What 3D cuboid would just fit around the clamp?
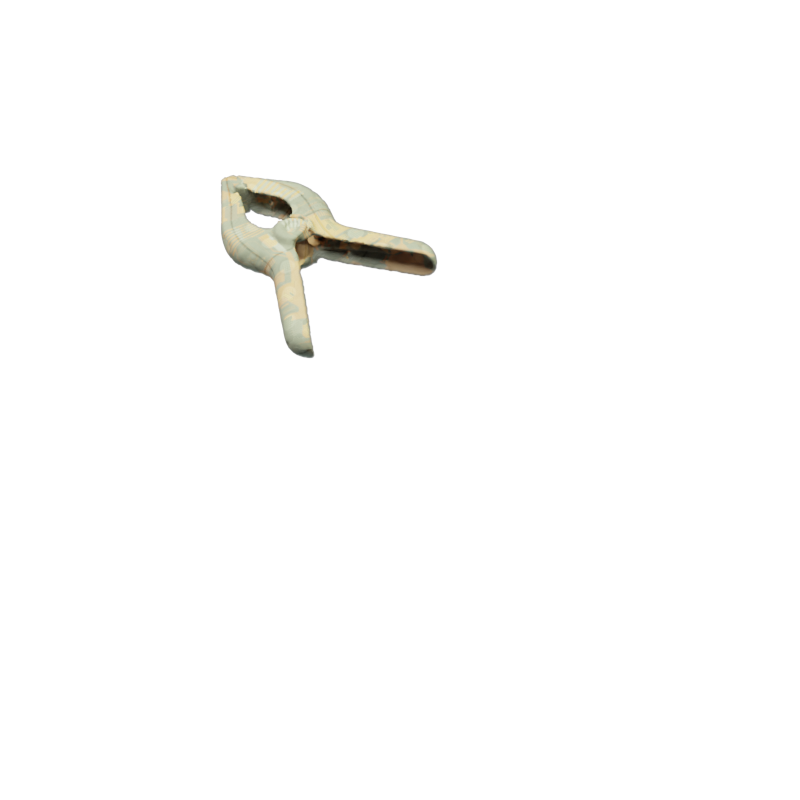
[{"bbox_3d":[-0.060,-0.110,0.770,0.119,0.036,0.185,-24,52,-21],"label":"clamp"}]
